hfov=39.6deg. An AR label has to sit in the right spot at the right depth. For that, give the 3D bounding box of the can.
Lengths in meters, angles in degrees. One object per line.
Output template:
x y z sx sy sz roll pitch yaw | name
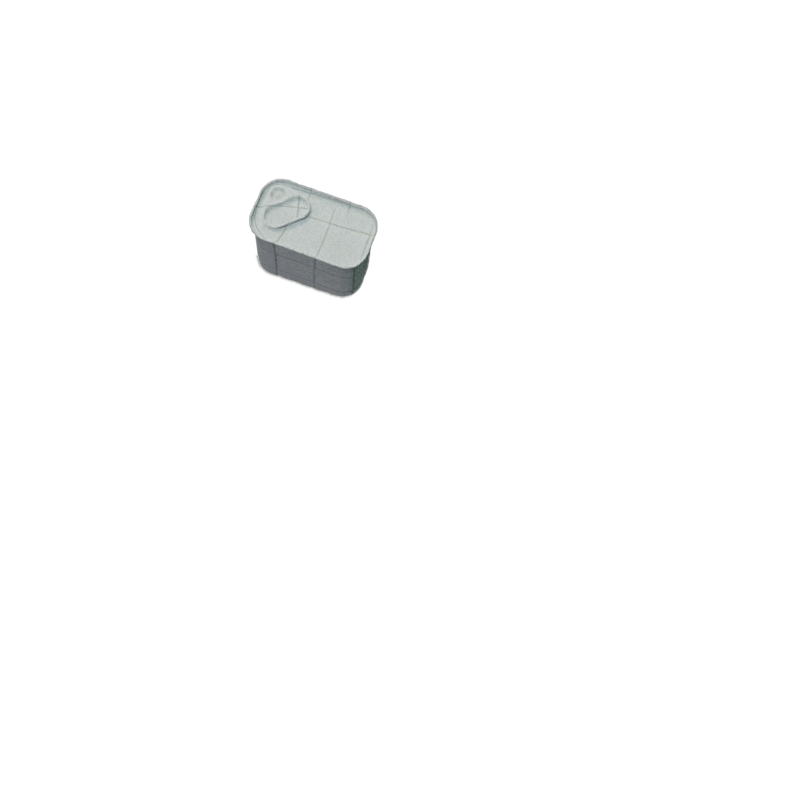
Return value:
-0.073 -0.133 0.934 0.103 0.059 0.080 20 -17 5 | can
